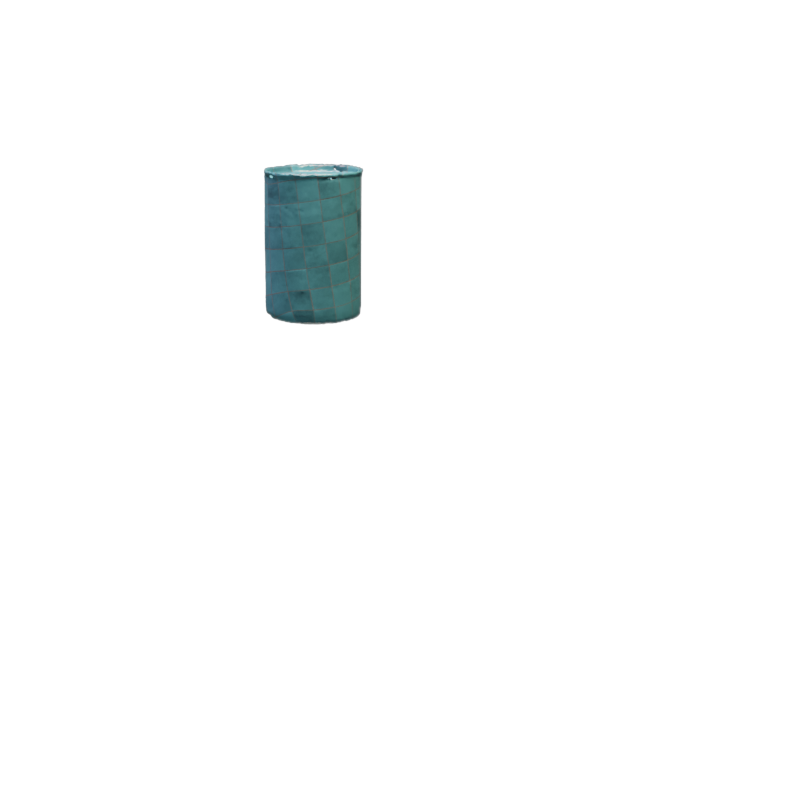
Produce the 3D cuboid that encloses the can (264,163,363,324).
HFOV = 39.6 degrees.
[{"bbox_3d":[-0.060,-0.109,0.766,0.068,0.100,0.071,0,12,-2],"label":"can"}]
